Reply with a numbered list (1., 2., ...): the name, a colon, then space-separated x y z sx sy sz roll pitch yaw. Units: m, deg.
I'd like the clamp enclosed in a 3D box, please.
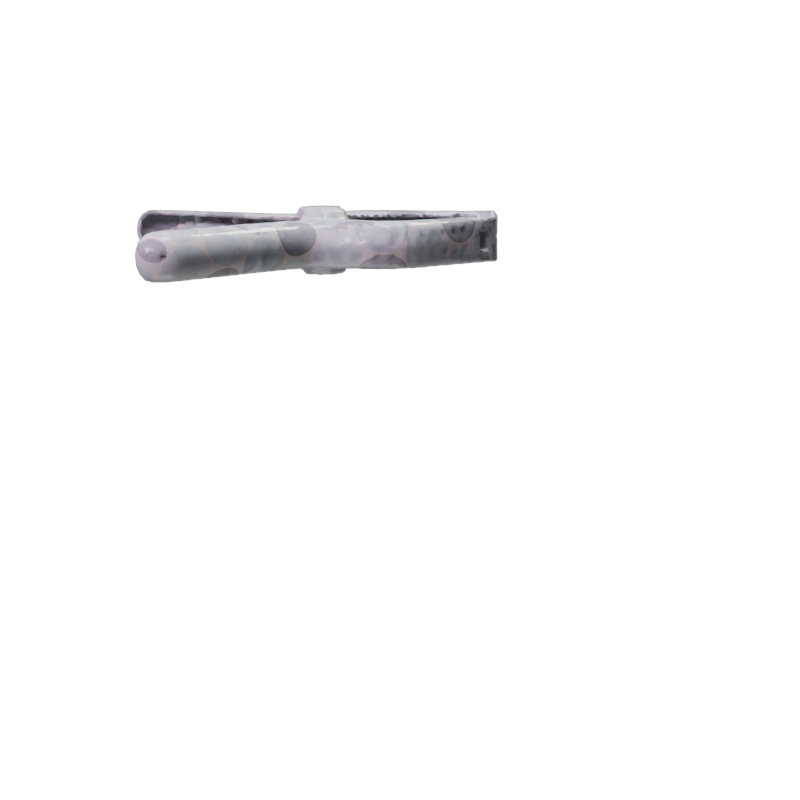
1. clamp: -0.047 -0.086 0.605 0.209 0.035 0.169 -1 14 -3
